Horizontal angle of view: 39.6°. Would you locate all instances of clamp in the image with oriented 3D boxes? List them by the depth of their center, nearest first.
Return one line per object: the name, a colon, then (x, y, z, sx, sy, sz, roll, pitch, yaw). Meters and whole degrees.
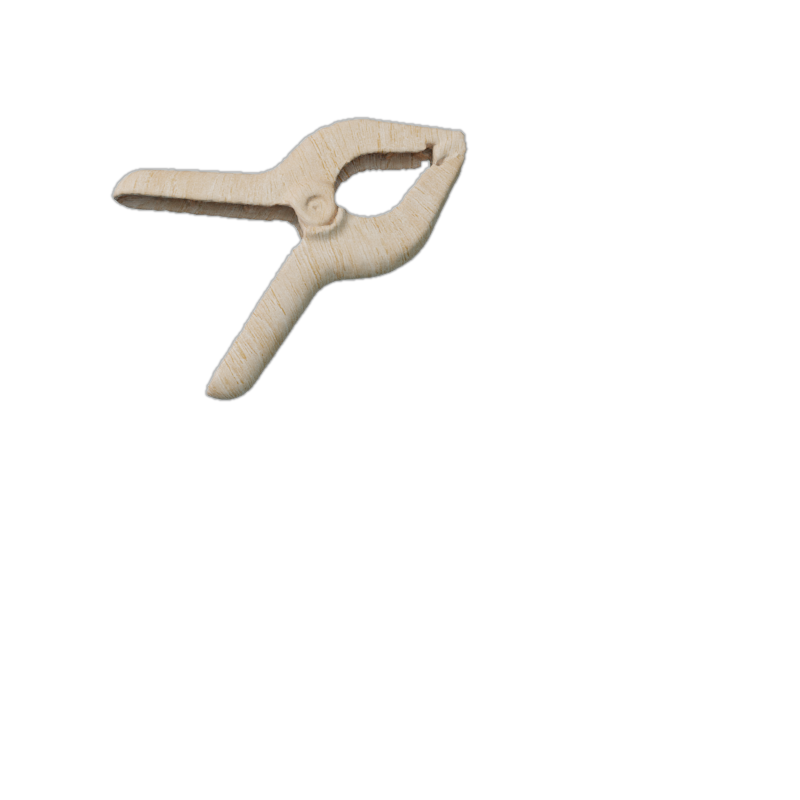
clamp: (-0.042, -0.076, 0.533, 0.171, 0.123, 0.038, -18, -8, -3)
